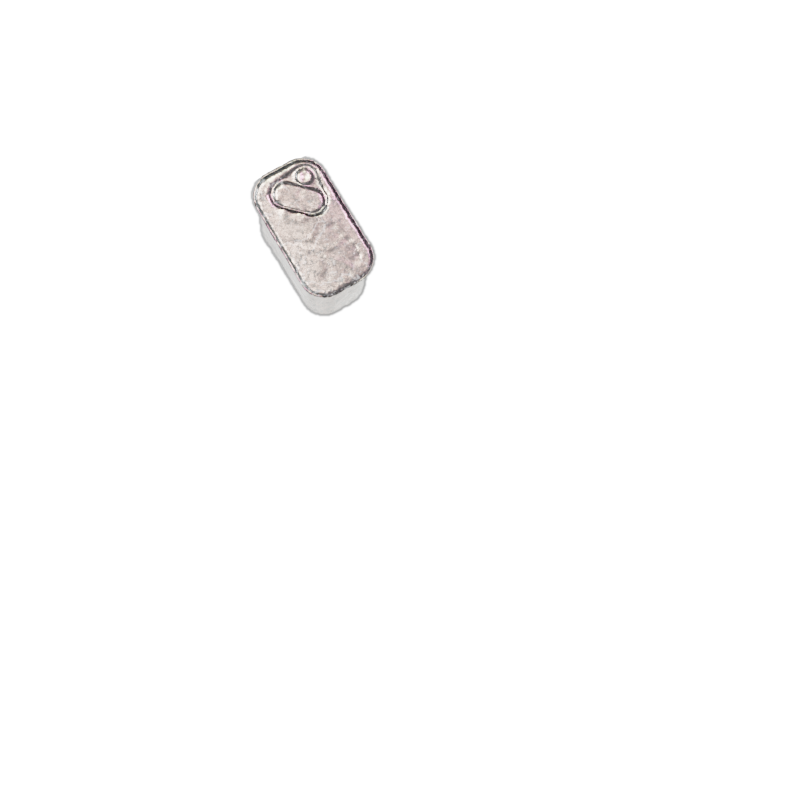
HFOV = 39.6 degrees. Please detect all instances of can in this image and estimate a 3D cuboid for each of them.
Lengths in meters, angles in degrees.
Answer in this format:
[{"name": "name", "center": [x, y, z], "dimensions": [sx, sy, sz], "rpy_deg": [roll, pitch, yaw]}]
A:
[{"name": "can", "center": [-0.064, -0.117, 0.821], "dimensions": [0.057, 0.105, 0.081], "rpy_deg": [-30, -10, -8]}]
